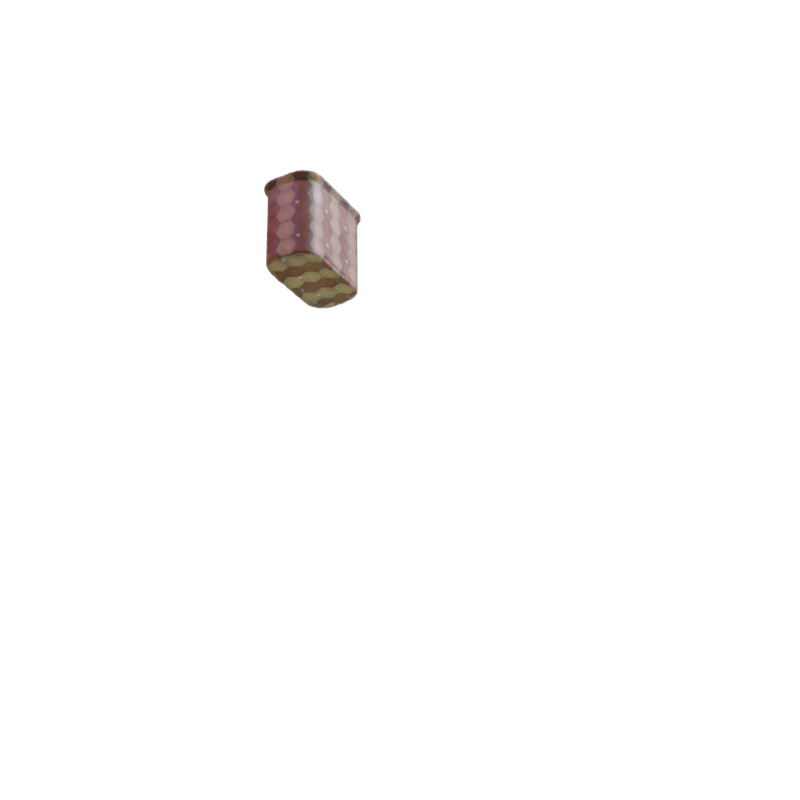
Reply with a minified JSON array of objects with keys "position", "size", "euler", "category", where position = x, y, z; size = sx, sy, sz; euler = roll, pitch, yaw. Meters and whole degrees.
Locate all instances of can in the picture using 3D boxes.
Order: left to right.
[{"position":[-0.077,-0.140,0.984],"size":[0.058,0.089,0.094],"euler":[-17,-32,25],"category":"can"}]
